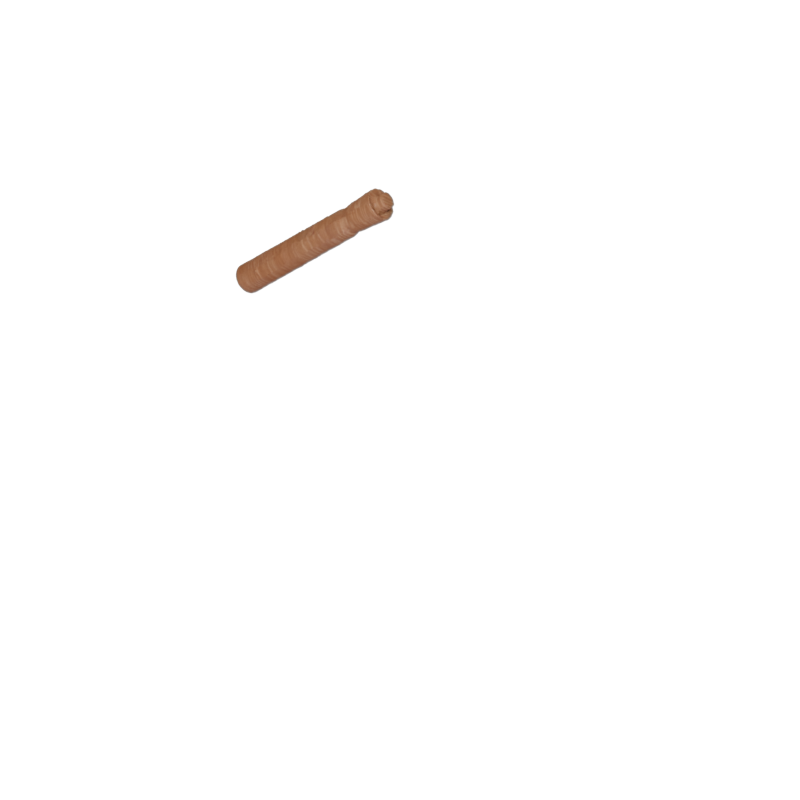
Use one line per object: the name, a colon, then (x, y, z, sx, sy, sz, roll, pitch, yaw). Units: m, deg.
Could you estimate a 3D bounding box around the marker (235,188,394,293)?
marker: (-0.049, -0.090, 0.633, 0.121, 0.020, 0.019, -22, -12, 40)
